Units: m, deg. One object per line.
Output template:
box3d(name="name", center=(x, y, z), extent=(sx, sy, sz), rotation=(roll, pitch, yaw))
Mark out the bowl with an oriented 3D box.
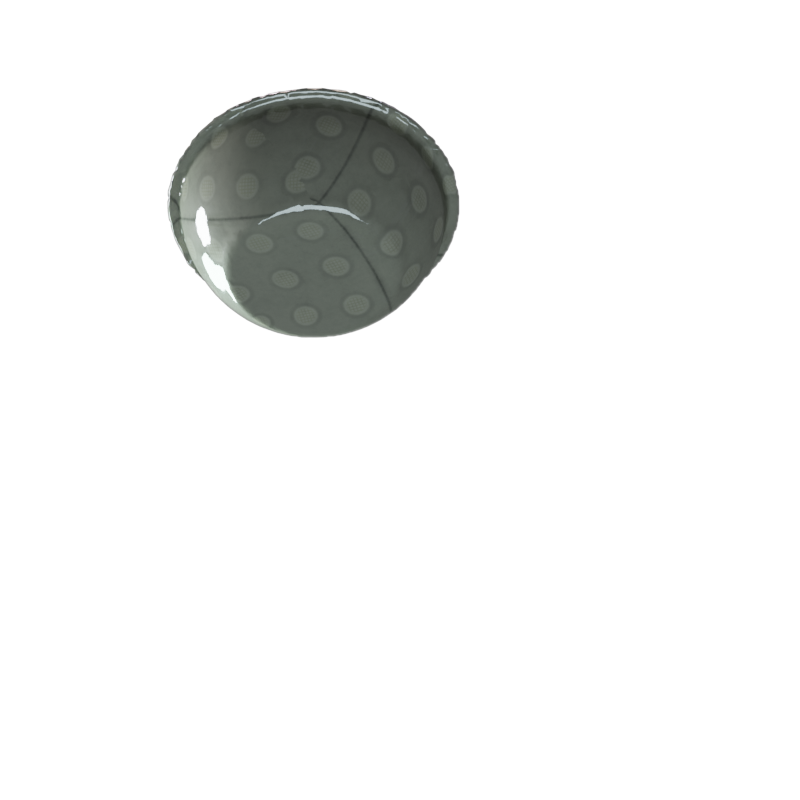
box3d(name="bowl", center=(-0.047, -0.085, 0.597), extent=(0.162, 0.151, 0.059), rotation=(1, 43, -1))
